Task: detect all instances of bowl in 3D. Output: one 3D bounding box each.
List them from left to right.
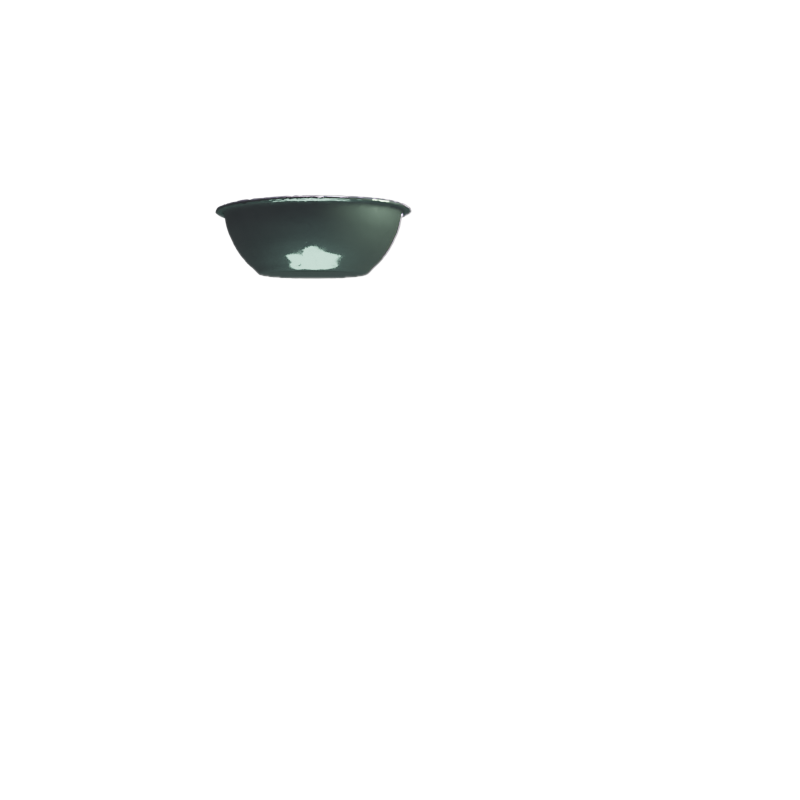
[{"bbox_3d":[-0.072,-0.131,0.915,0.162,0.055,0.161,0,1,-2],"label":"bowl"}]
